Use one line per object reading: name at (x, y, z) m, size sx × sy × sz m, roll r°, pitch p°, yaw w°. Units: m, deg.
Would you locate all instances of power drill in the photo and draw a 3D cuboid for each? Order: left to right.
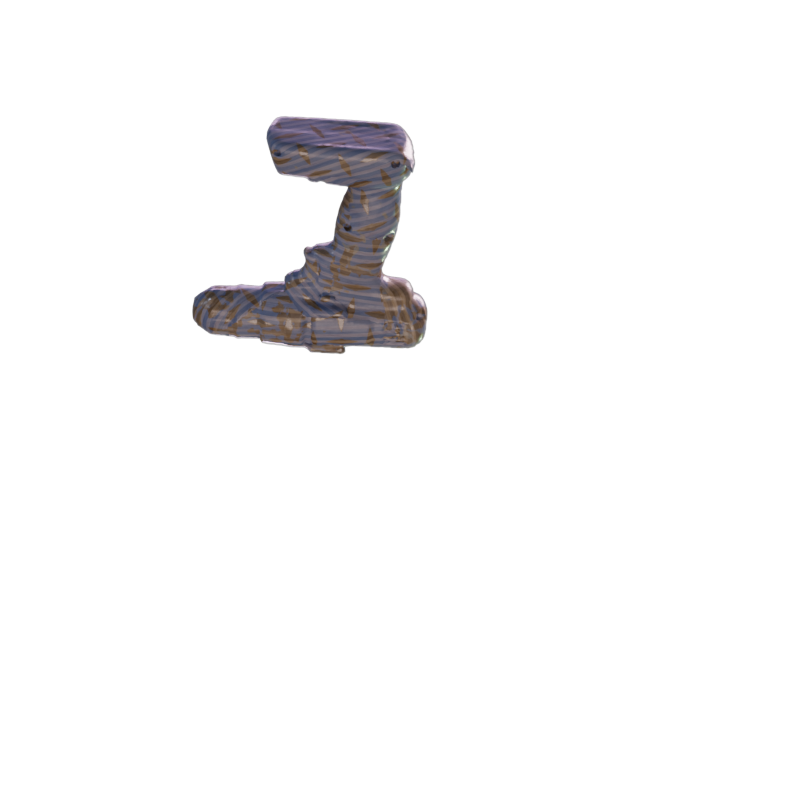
power drill at (-0.066, -0.120, 0.837) m, size 0.184 × 0.176 × 0.061 m, roll 3°, pitch 37°, yaw -3°
